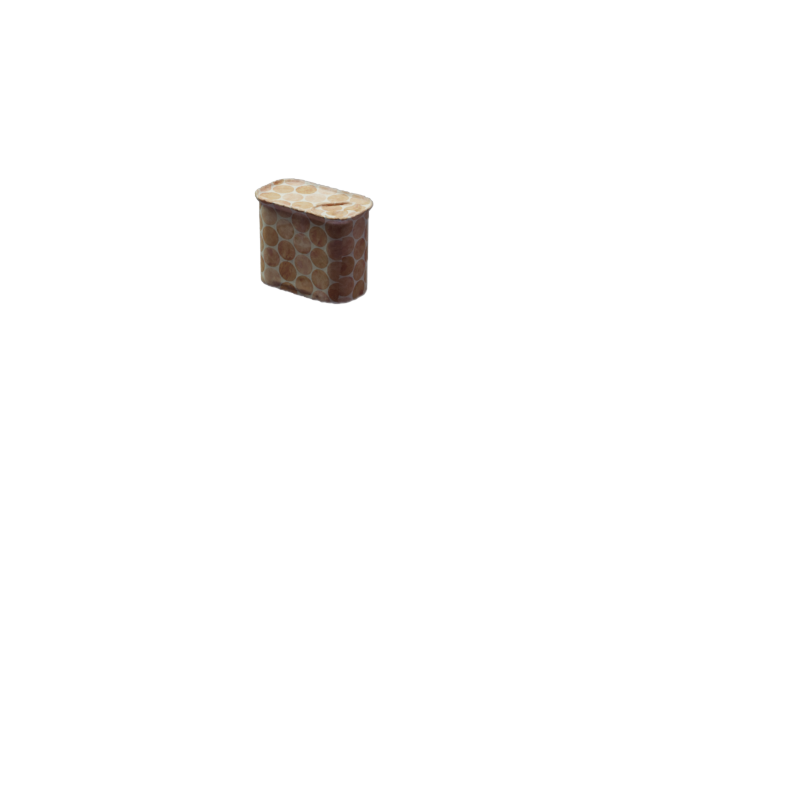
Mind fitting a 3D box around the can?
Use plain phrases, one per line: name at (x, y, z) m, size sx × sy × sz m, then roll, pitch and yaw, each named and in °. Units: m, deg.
can at (-0.075, -0.137, 0.958) m, size 0.107 × 0.079 × 0.058 m, roll 19°, pitch 32°, yaw 30°
